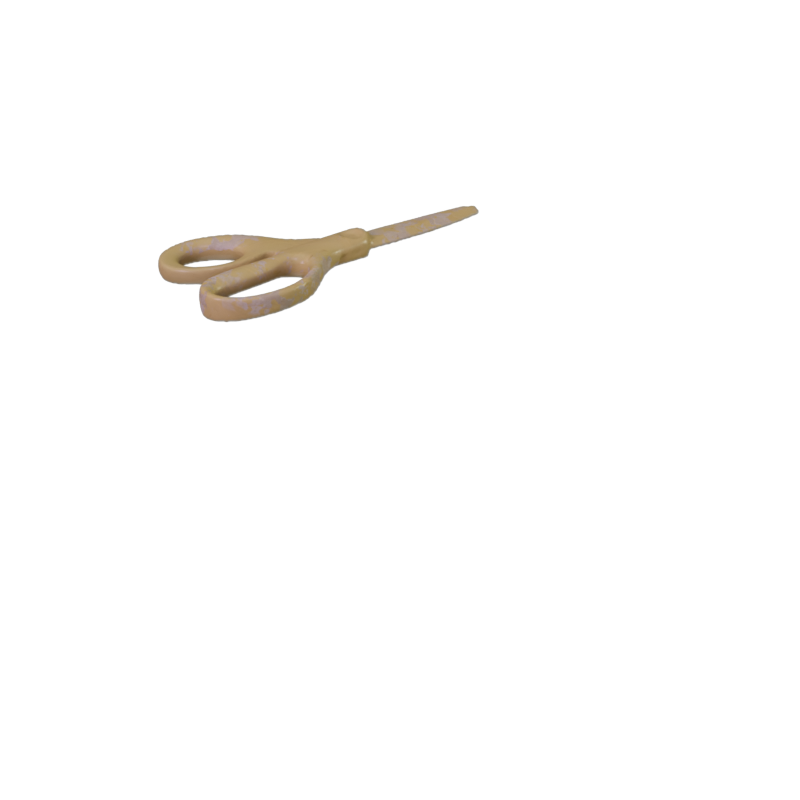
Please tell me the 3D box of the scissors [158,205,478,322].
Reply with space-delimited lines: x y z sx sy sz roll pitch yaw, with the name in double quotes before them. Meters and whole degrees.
"scissors" -0.047 -0.086 0.602 0.101 0.015 0.202 16 31 29
